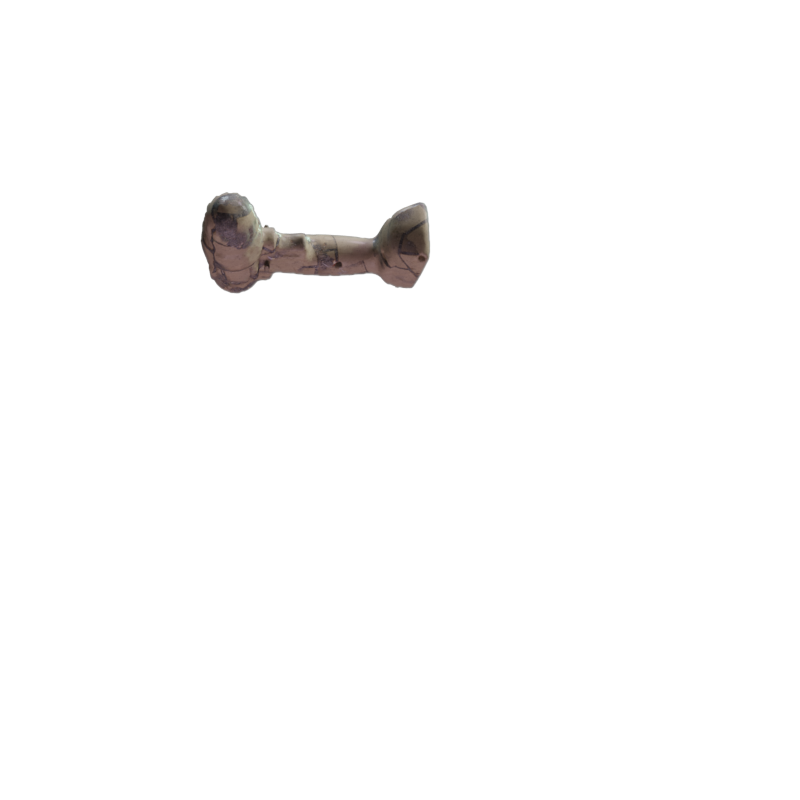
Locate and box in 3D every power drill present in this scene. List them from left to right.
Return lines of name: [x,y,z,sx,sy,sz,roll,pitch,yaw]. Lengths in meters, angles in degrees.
power drill: [-0.073,-0.133,0.931,0.187,0.059,0.180,1,-8,-5]
